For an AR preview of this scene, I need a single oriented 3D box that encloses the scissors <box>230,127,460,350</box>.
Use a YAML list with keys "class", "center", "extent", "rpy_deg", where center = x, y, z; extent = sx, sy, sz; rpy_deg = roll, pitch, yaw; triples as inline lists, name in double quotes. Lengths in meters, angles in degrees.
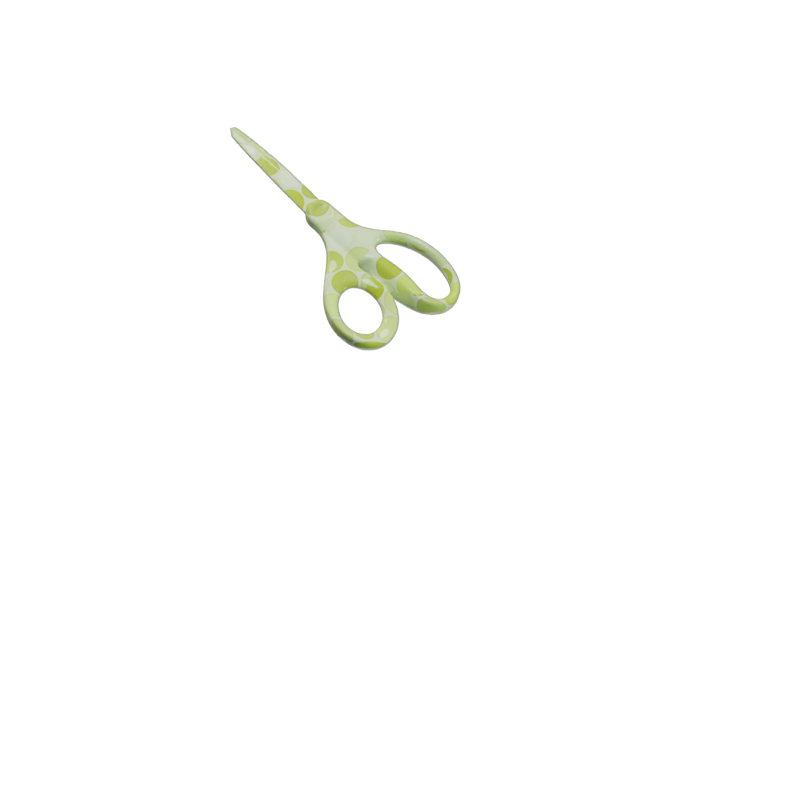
- class: "scissors"
  center: [-0.057, -0.104, 0.731]
  extent: [0.210, 0.098, 0.015]
  rpy_deg: [31, -25, 16]
